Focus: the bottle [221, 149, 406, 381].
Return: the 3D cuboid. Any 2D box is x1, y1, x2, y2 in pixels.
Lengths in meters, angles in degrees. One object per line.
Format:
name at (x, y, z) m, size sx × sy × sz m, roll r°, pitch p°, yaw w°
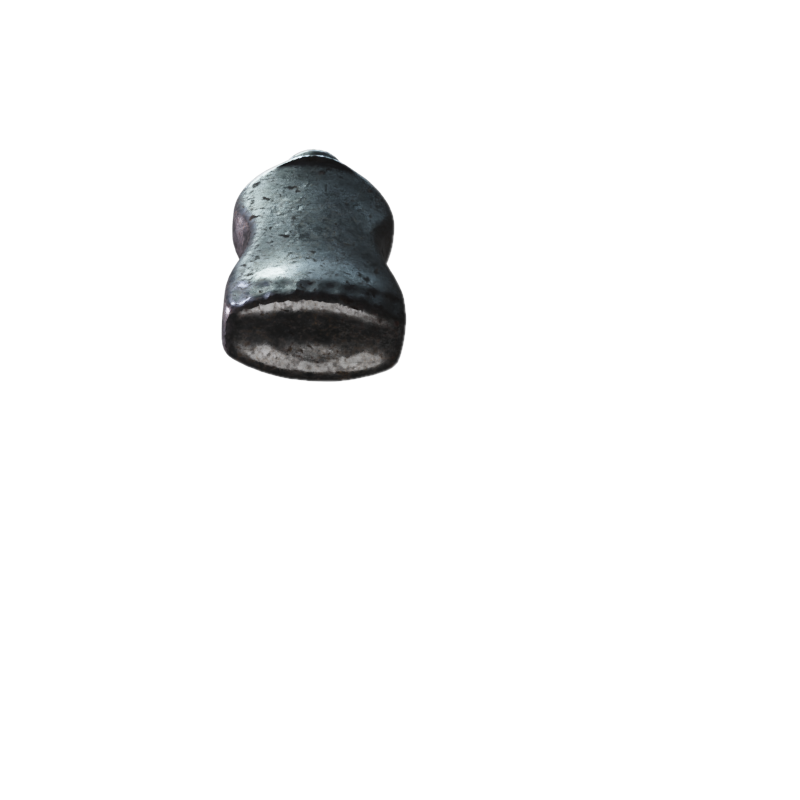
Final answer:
bottle at (-0.051, -0.093, 0.648) m, size 0.095 × 0.055 × 0.205 m, roll 2°, pitch 38°, yaw -5°
